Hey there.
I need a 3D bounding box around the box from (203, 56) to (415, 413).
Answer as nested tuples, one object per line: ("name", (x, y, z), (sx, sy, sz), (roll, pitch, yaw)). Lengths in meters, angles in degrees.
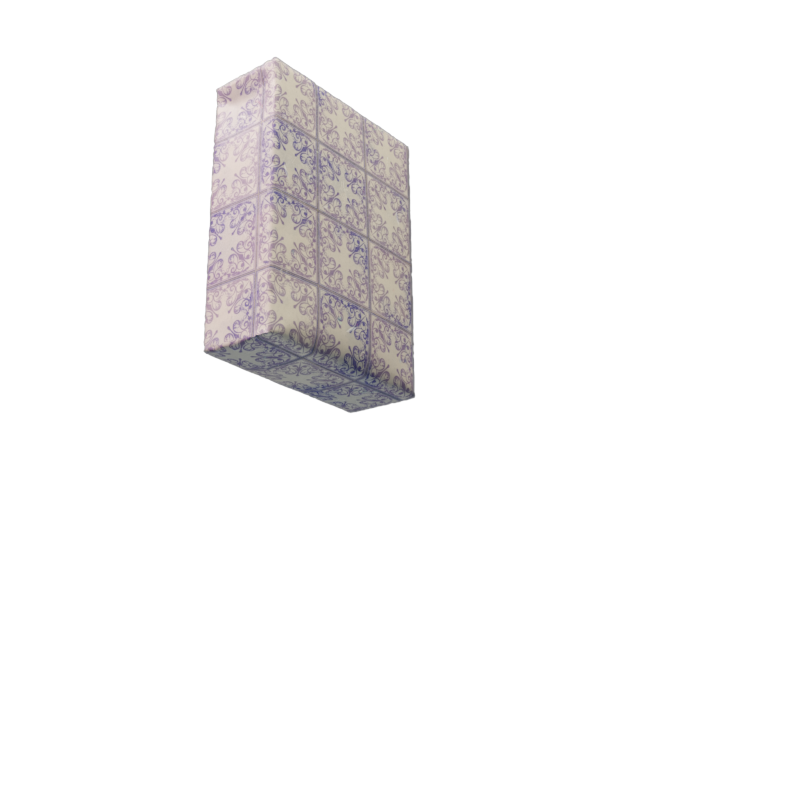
("box", (-0.063, -0.116, 0.810), (0.073, 0.226, 0.153), (-19, -29, 34))
